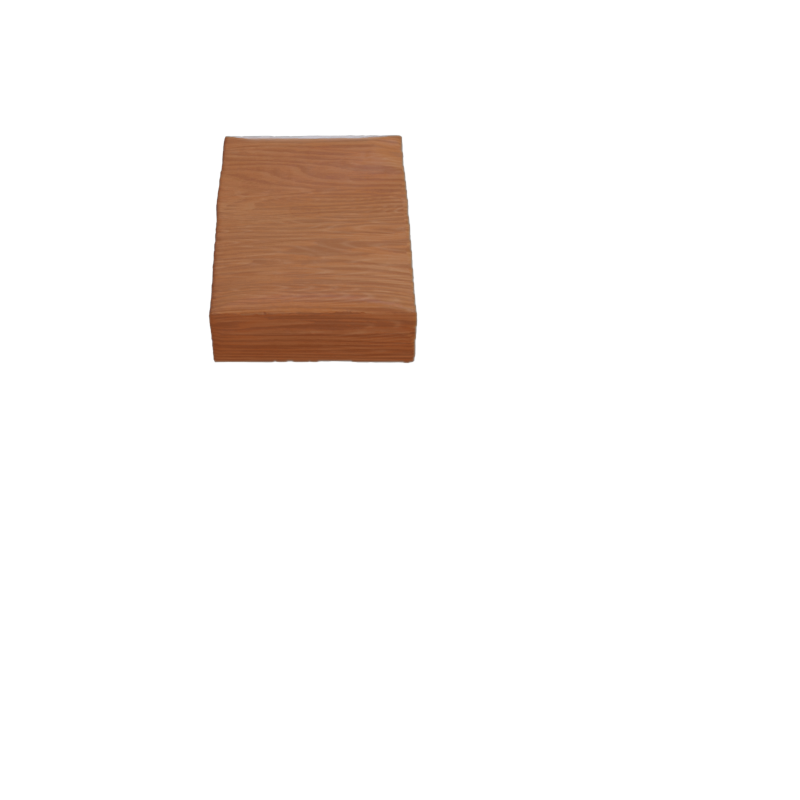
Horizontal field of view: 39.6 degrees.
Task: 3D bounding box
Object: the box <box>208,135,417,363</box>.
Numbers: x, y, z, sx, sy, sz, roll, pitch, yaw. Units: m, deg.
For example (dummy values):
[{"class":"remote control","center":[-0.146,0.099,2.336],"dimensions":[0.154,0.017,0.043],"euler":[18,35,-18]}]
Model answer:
[{"class":"box","center":[-0.074,-0.134,0.940],"dimensions":[0.164,0.229,0.067],"euler":[-1,-40,-2]}]
